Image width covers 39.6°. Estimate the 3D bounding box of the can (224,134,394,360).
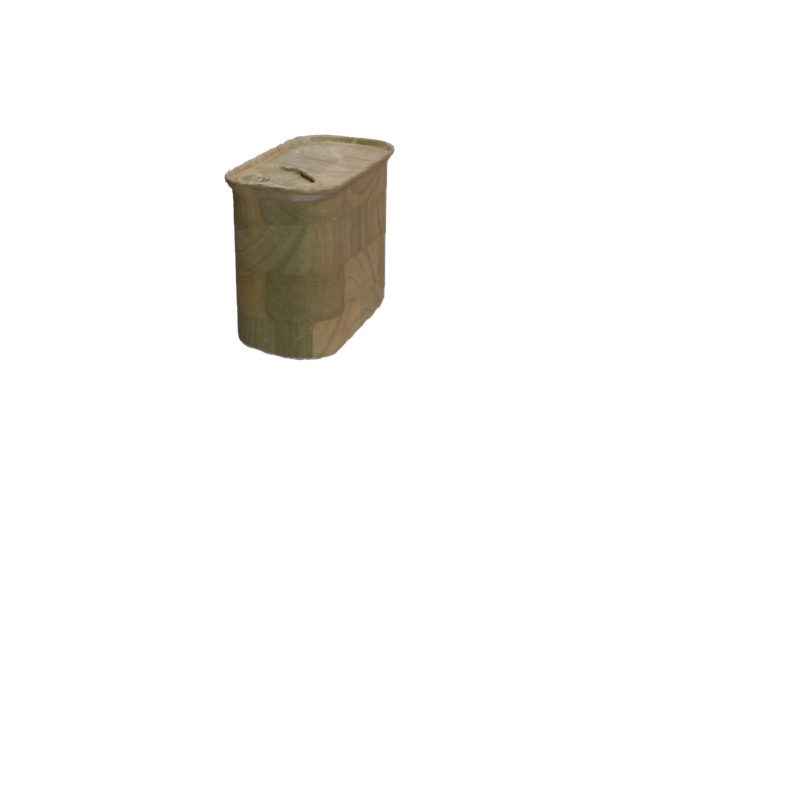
[{"bbox_3d":[-0.042,-0.077,0.541,0.059,0.080,0.104,8,24,18],"label":"can"}]
